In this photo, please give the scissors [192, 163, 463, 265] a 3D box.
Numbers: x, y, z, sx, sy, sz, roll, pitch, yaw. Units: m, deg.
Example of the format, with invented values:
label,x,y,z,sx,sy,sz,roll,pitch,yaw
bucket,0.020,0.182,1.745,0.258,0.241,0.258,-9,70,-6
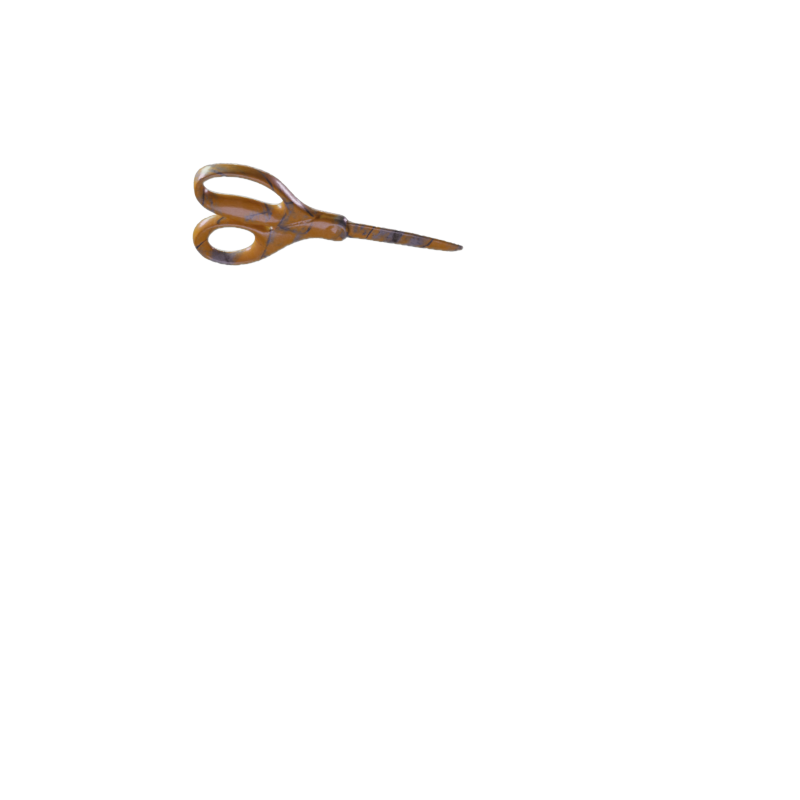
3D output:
label,x,y,z,sx,sy,sz,roll,pitch,yaw
scissors,-0.064,-0.116,0.812,0.194,0.017,0.093,20,-47,-20
